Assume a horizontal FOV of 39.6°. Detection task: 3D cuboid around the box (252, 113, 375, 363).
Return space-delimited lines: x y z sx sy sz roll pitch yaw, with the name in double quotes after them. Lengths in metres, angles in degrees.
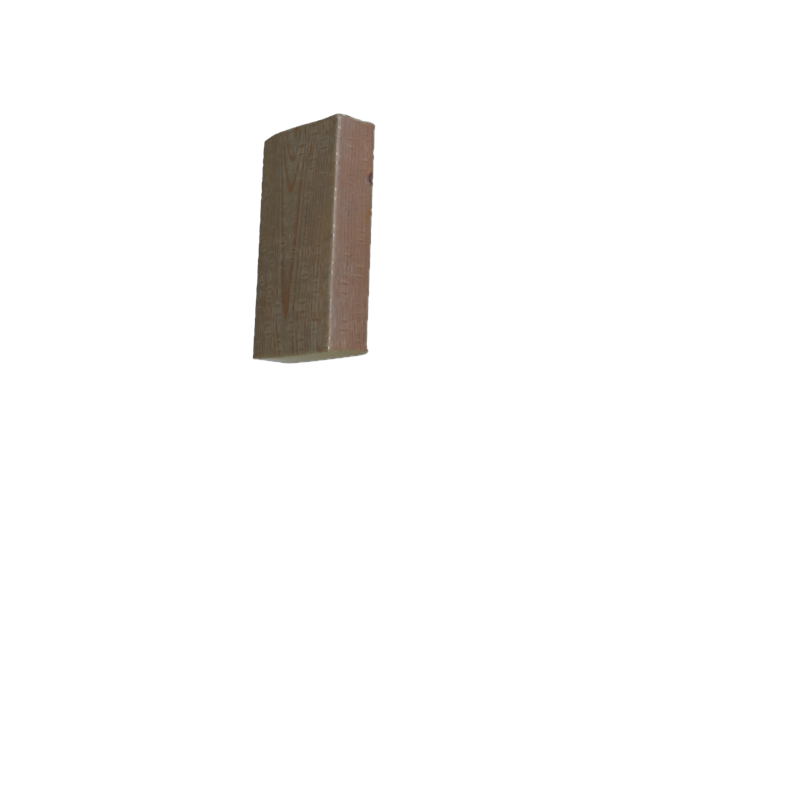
-0.066 -0.119 0.833 0.046 0.181 0.096 9 -13 -42 "box"
